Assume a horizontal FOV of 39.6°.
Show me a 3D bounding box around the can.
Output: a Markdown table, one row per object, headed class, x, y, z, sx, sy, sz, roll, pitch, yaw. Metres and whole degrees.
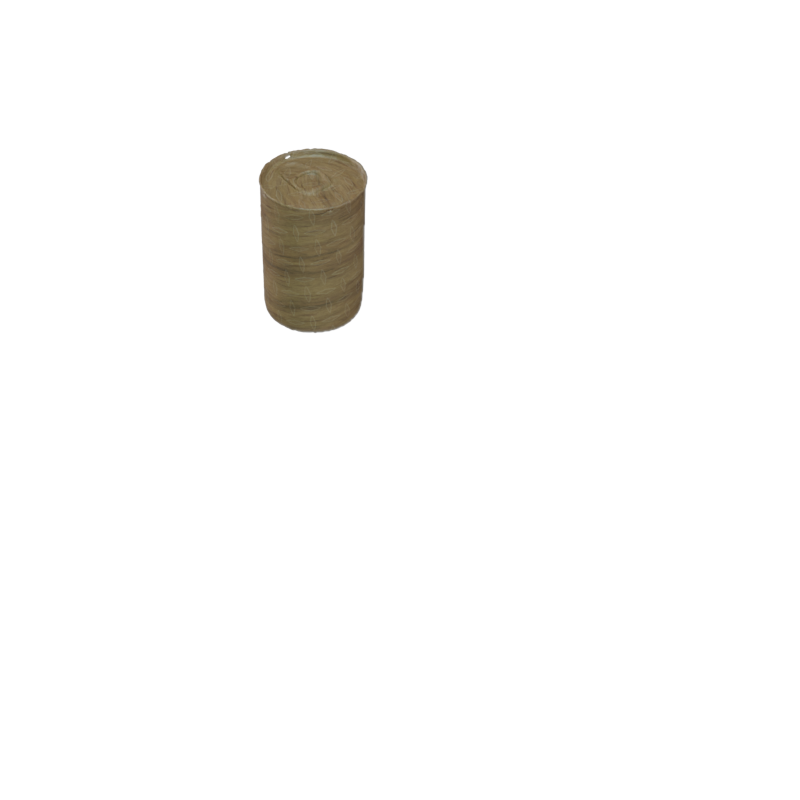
| class | x | y | z | sx | sy | sz | roll | pitch | yaw |
| --- | --- | --- | --- | --- | --- | --- | --- | --- | --- |
| can | -0.056 | -0.103 | 0.721 | 0.068 | 0.095 | 0.073 | 0 | 41 | -3 |
